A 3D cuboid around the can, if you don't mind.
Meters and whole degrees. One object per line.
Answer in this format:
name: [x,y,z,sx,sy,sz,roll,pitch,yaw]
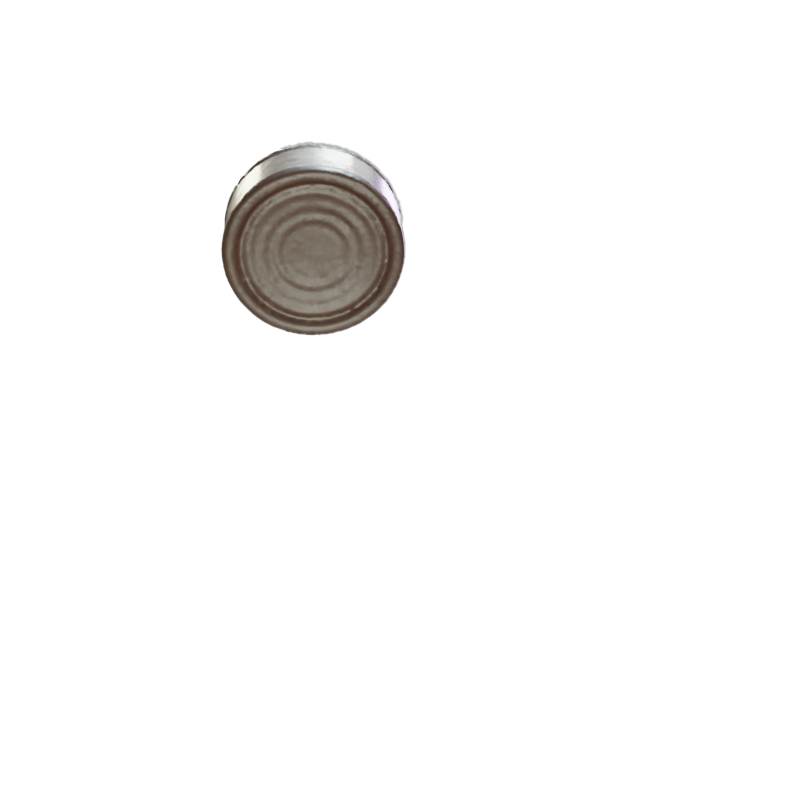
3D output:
can: [-0.041,-0.074,0.519,0.086,0.081,0.035,1,26,-1]
